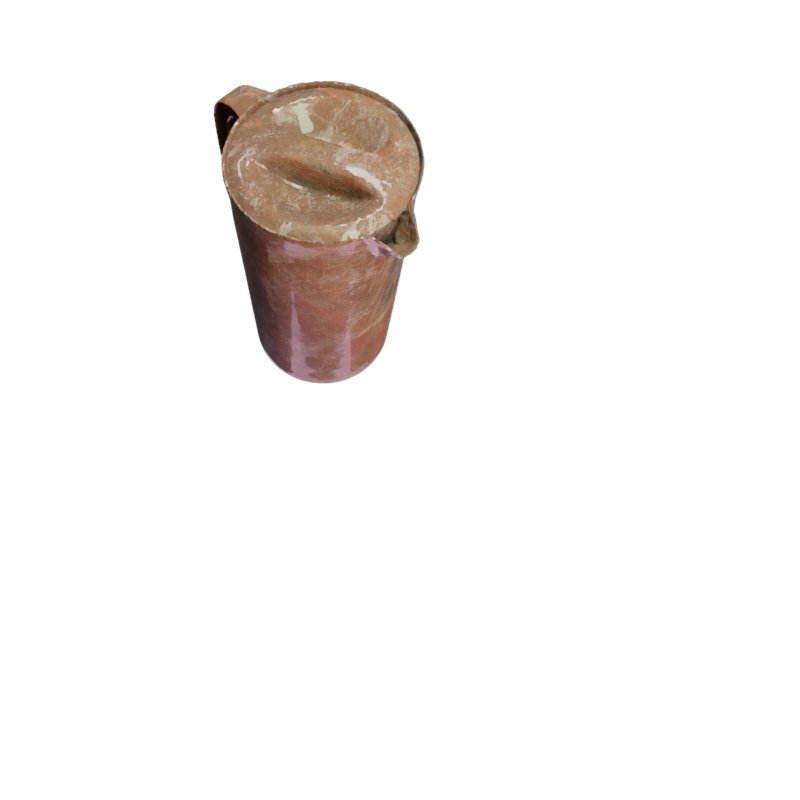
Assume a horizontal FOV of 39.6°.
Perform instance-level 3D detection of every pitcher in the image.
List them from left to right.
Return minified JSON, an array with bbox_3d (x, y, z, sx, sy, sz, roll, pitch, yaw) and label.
[{"bbox_3d":[-0.064,-0.118,0.824,0.145,0.159,0.229,1,-28,-3],"label":"pitcher"}]
